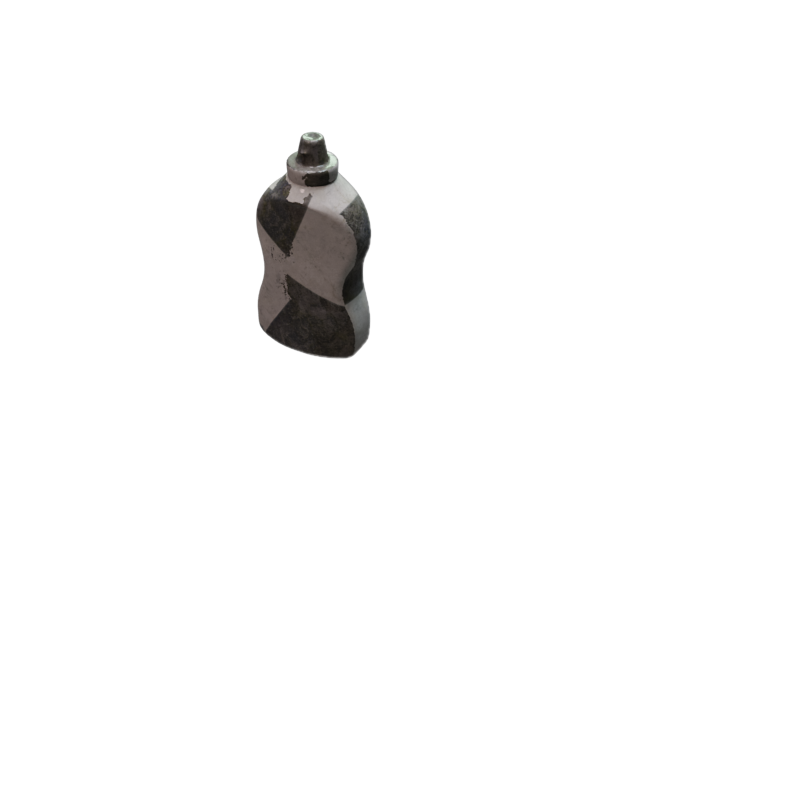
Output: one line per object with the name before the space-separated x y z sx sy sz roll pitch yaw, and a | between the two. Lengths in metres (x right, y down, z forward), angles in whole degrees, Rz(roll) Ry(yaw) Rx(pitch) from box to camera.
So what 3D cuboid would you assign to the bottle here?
bottle | -0.071 -0.129 0.902 0.100 0.180 0.059 20 38 24
